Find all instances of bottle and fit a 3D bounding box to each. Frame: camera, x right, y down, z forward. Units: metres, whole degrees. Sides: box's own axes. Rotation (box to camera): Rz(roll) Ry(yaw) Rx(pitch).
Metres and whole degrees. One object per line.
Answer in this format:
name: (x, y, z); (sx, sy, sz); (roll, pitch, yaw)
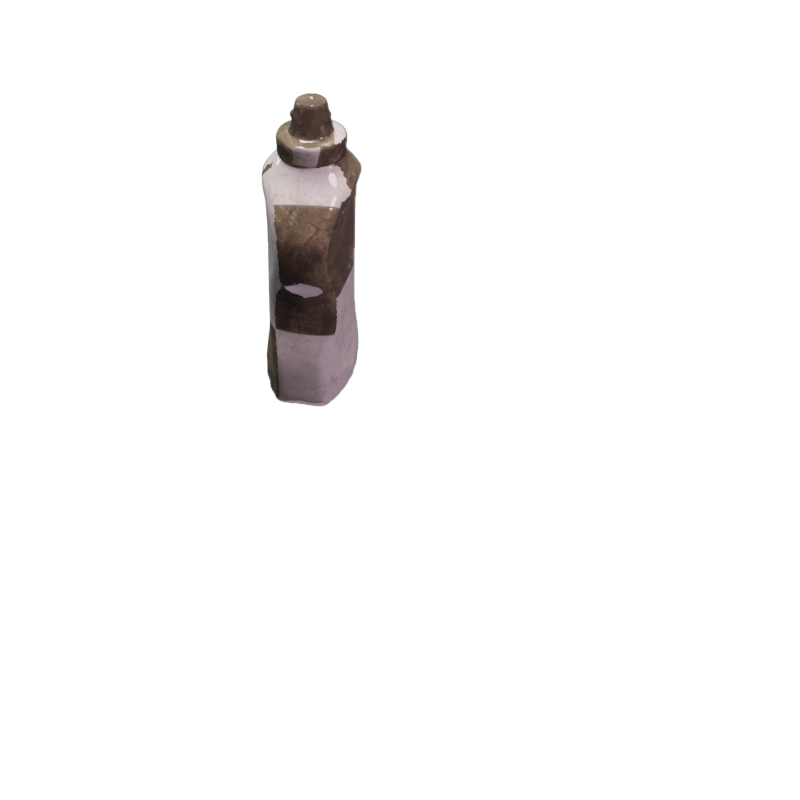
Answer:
bottle: (-0.053, -0.096, 0.674); (0.059, 0.179, 0.101); (7, 37, 5)
